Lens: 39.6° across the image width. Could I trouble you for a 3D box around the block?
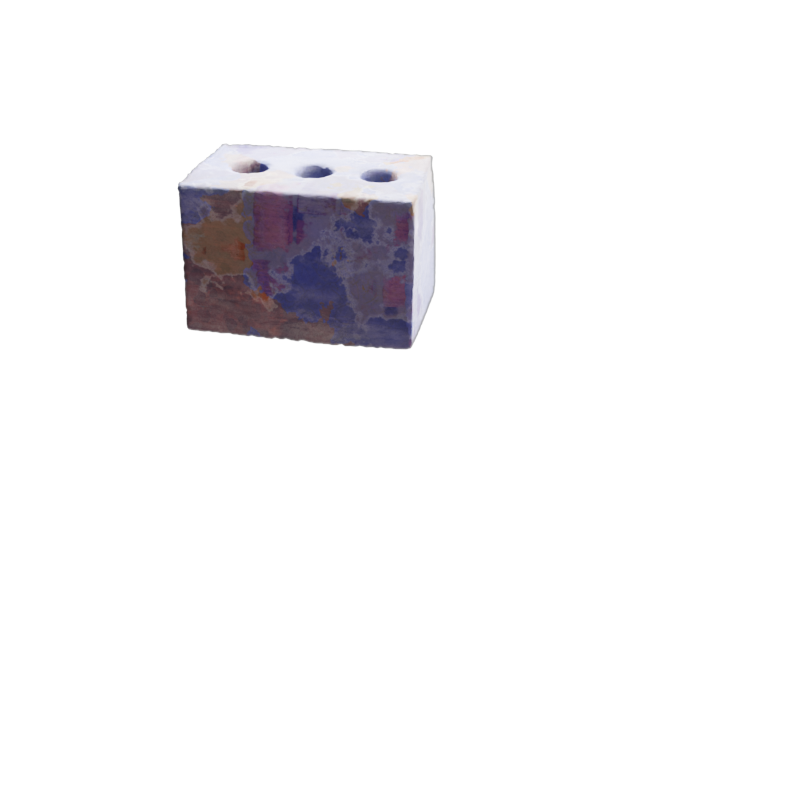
[{"bbox_3d":[-0.029,-0.053,0.372,0.079,0.049,0.055,5,24,10],"label":"block"}]
